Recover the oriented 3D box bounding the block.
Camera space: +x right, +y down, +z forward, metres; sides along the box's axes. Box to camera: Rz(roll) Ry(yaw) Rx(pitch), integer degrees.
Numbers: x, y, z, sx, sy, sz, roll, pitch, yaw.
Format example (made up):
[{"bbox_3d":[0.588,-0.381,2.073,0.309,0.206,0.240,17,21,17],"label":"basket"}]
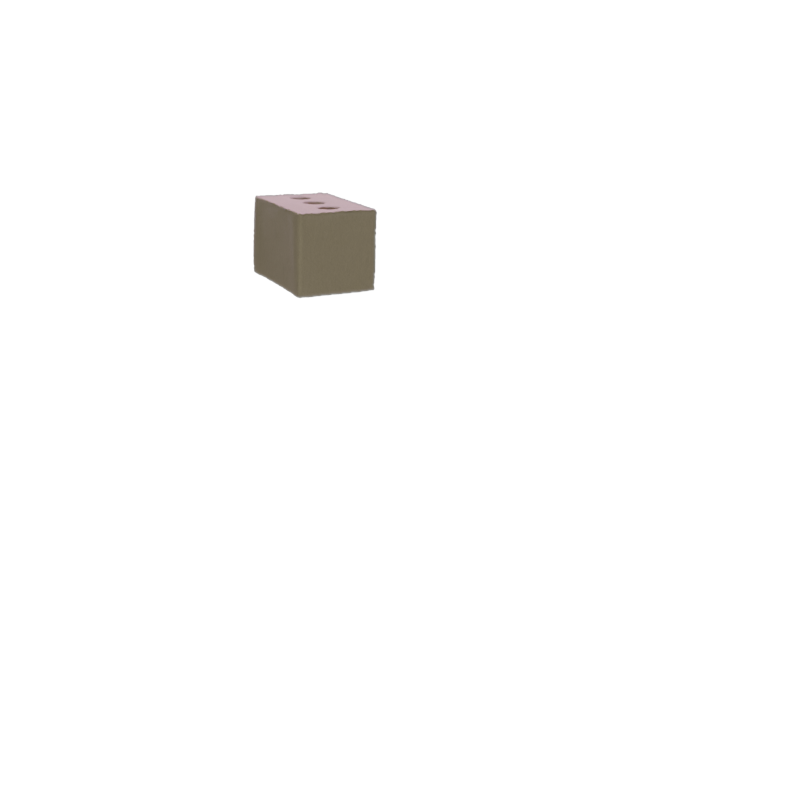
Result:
[{"bbox_3d":[-0.054,-0.099,0.690,0.051,0.050,0.082,-7,18,-25],"label":"block"}]
